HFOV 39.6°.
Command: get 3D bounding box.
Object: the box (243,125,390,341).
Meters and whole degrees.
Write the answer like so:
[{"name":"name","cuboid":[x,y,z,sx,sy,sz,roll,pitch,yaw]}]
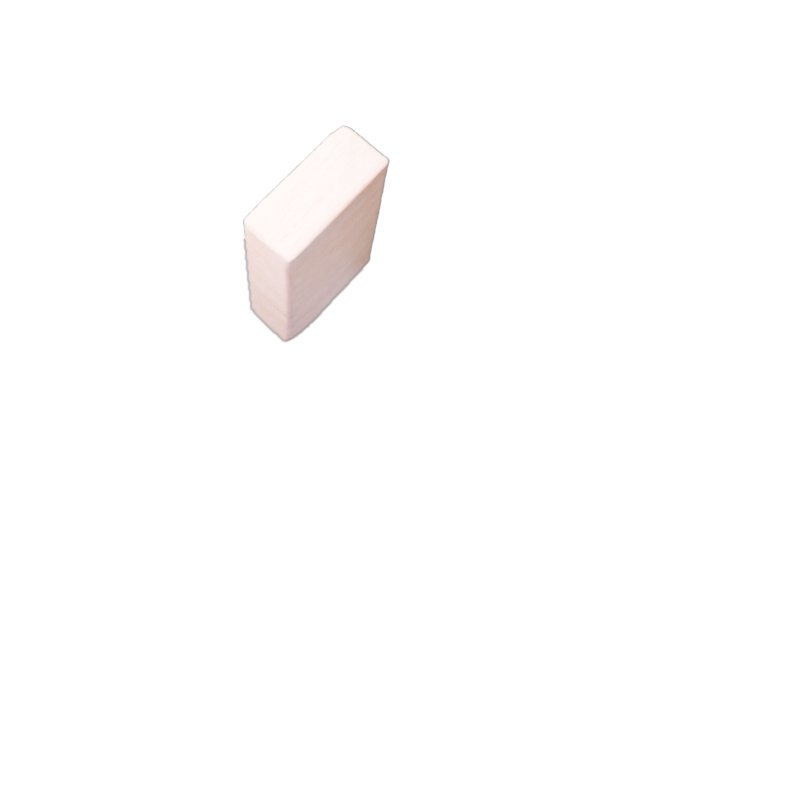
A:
[{"name":"box","cuboid":[-0.058,-0.106,0.739,0.049,0.094,0.169,40,-15,8]}]
